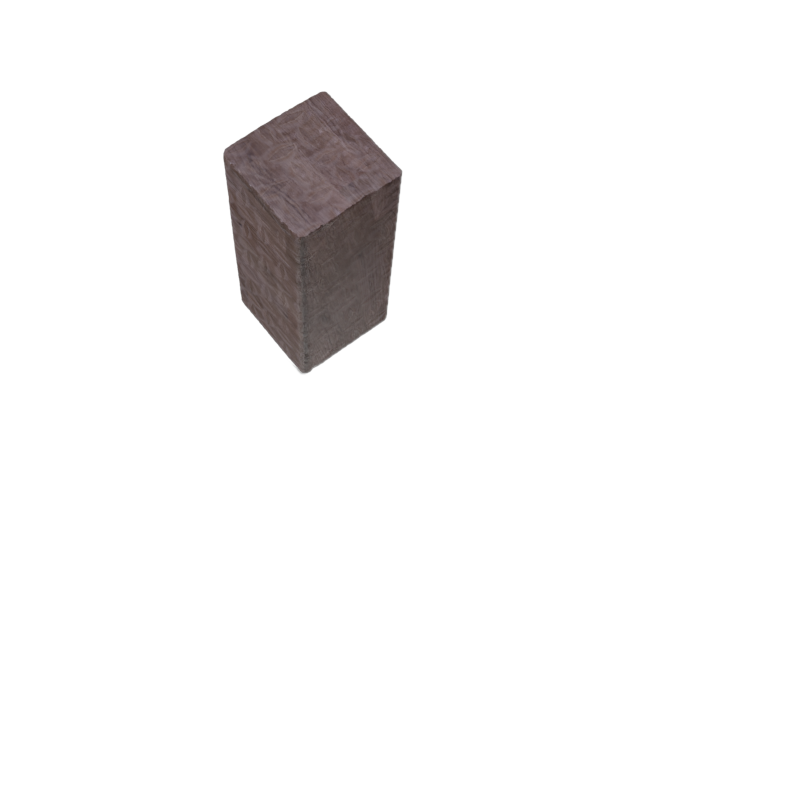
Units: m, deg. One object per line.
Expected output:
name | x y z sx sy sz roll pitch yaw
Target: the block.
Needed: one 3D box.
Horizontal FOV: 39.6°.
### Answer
block | -0.065 -0.117 0.823 0.090 0.096 0.194 -34 -19 -18
